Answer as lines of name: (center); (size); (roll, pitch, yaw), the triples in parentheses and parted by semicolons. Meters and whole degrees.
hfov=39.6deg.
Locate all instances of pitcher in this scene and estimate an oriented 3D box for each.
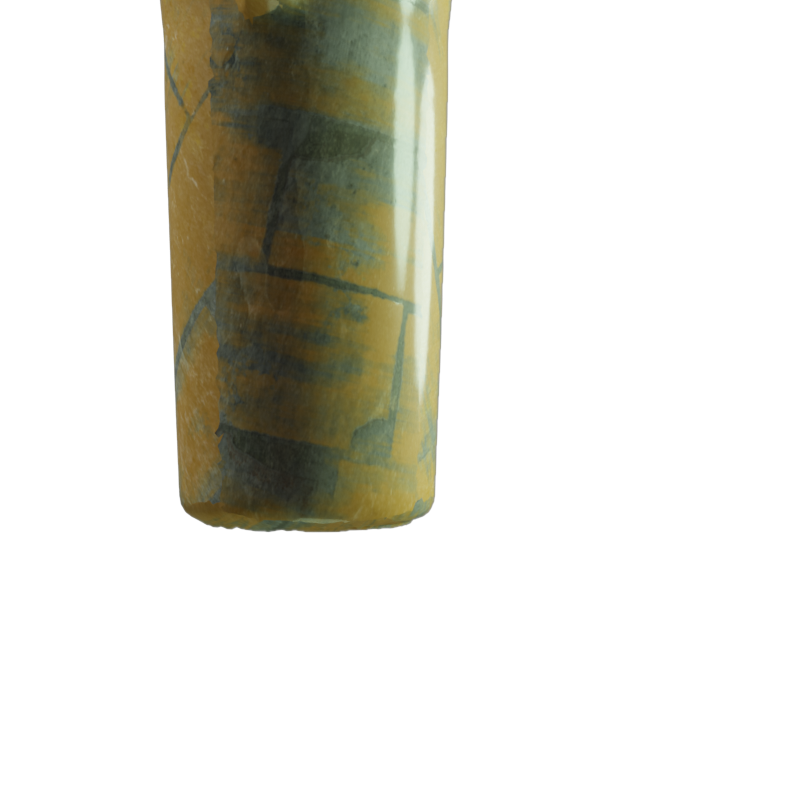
pitcher: (-0.039, -0.071, 0.497); (0.143, 0.248, 0.148); (5, -9, -36)
